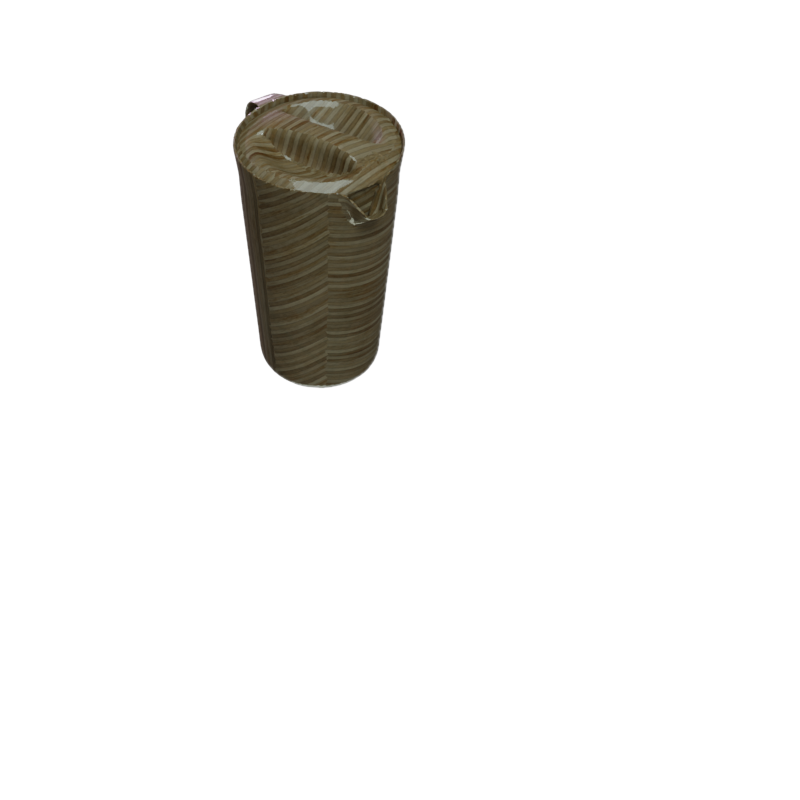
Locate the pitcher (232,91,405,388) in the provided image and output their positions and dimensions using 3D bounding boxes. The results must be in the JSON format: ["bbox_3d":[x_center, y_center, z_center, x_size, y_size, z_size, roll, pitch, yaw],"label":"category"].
[{"bbox_3d":[-0.073,-0.134,0.936,0.147,0.226,0.158,9,46,6],"label":"pitcher"}]
